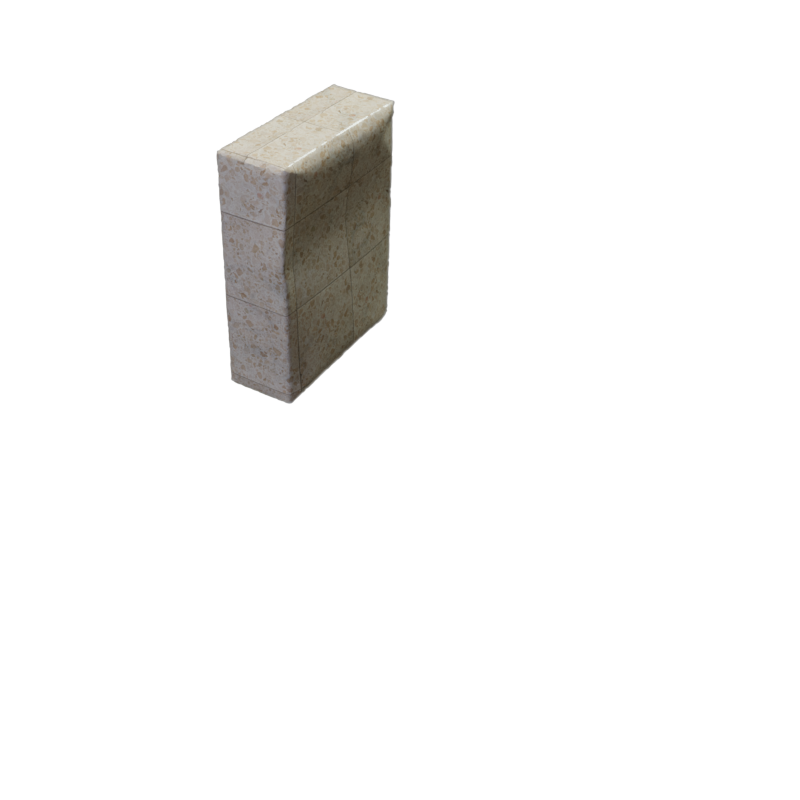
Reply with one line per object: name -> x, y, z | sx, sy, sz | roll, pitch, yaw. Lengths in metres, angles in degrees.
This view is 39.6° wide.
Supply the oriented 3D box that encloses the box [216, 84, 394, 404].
box -> -0.072, -0.131, 0.917 | 0.075, 0.201, 0.167 | 19, 37, 24
